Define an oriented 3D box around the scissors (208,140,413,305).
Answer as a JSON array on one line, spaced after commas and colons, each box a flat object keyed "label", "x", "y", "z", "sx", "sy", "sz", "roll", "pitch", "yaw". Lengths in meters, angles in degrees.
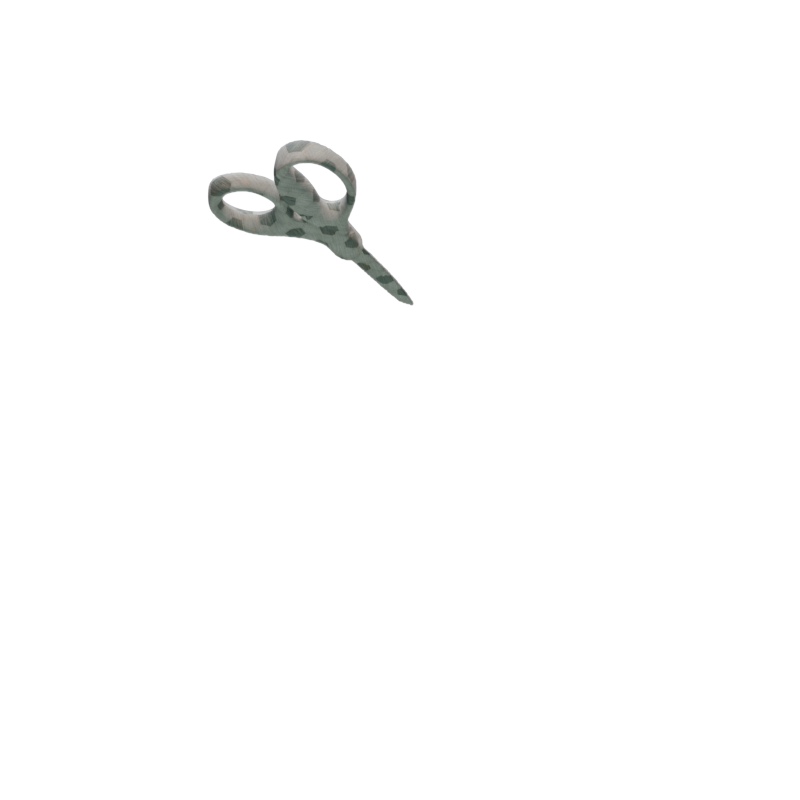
[{"label": "scissors", "x": -0.054, "y": -0.099, "z": 0.692, "sx": 0.097, "sy": 0.017, "sz": 0.188, "roll": -4, "pitch": -24, "yaw": 10}]
